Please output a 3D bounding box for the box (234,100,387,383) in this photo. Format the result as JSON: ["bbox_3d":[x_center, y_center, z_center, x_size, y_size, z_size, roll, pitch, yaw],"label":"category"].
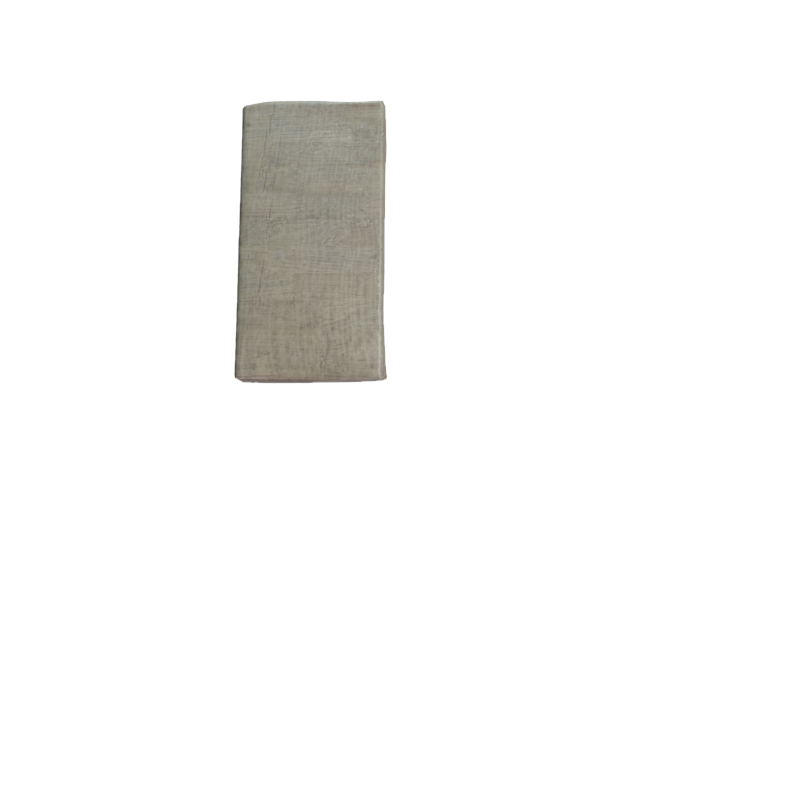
[{"bbox_3d":[-0.055,-0.100,0.700,0.094,0.180,0.047,-1,-8,4],"label":"box"}]
